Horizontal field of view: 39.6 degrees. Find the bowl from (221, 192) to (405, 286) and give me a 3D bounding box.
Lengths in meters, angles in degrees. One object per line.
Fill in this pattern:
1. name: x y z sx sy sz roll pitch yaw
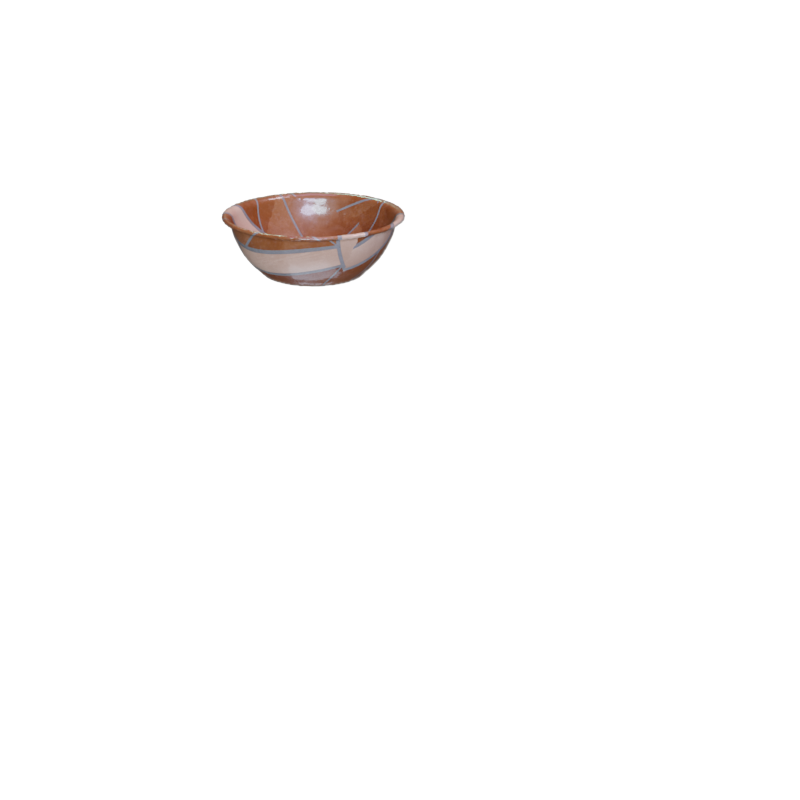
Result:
1. bowl: -0.077 -0.140 0.983 0.162 0.053 0.170 -1 23 -2
